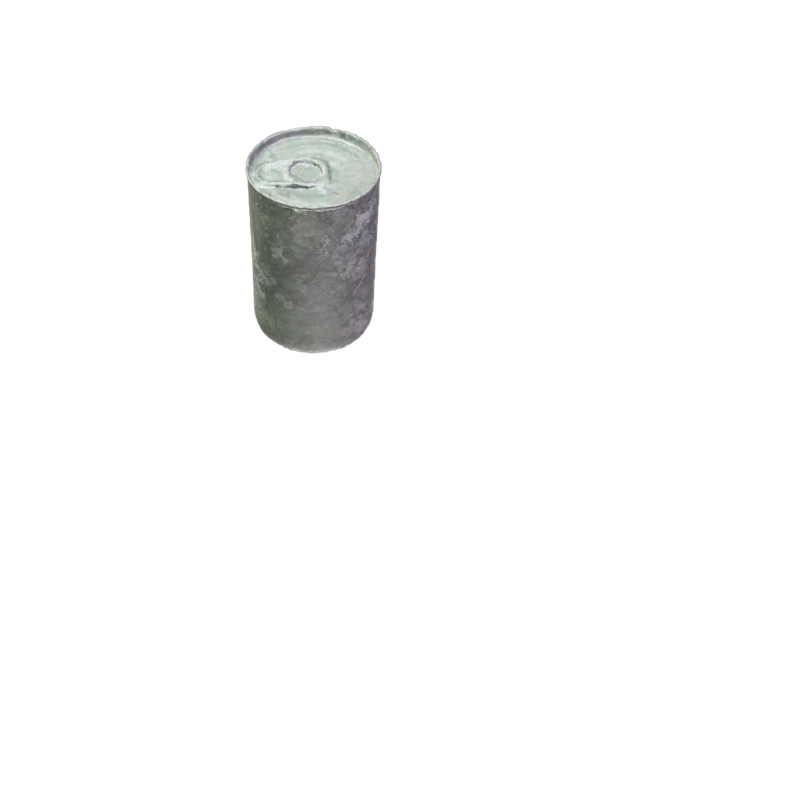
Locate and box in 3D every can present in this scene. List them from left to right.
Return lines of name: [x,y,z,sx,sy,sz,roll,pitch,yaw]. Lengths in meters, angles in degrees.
can: [-0.046,-0.083,0.582,0.068,0.095,0.074,0,45,-3]
